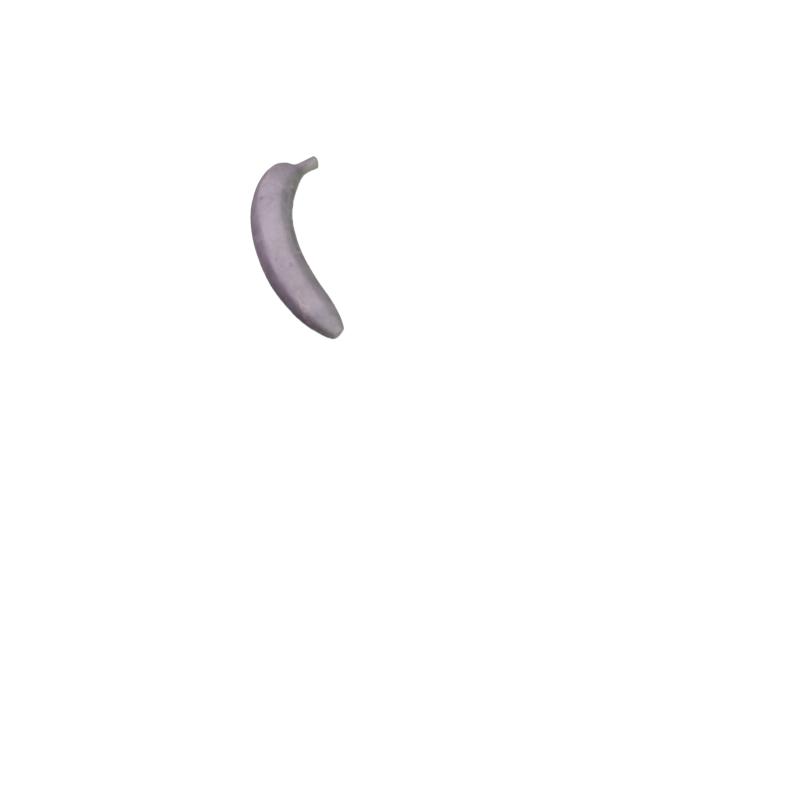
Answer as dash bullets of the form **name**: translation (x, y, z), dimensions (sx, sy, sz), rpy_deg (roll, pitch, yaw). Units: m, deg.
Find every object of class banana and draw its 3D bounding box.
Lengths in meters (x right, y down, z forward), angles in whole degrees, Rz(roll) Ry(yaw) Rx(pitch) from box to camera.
- **banana**: translation (-0.095, -0.141, 0.974), dimensions (0.069, 0.212, 0.034), rpy_deg (-6, -32, -5)
